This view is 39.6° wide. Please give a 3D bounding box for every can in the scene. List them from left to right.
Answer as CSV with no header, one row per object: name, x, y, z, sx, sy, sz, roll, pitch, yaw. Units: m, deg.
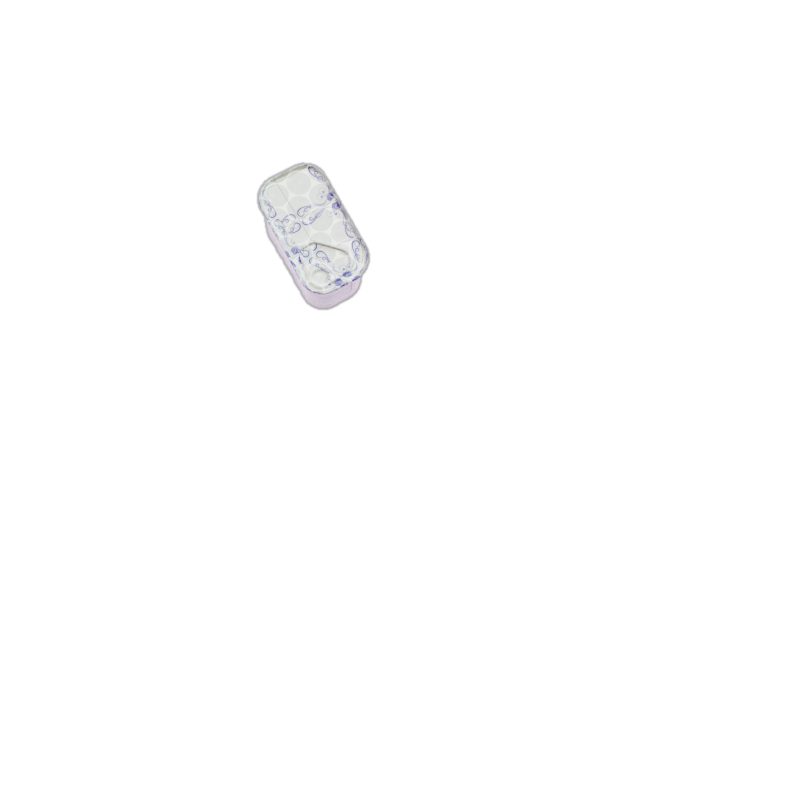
can,-0.069,-0.127,0.887,0.057,0.105,0.081,-28,-10,-7
